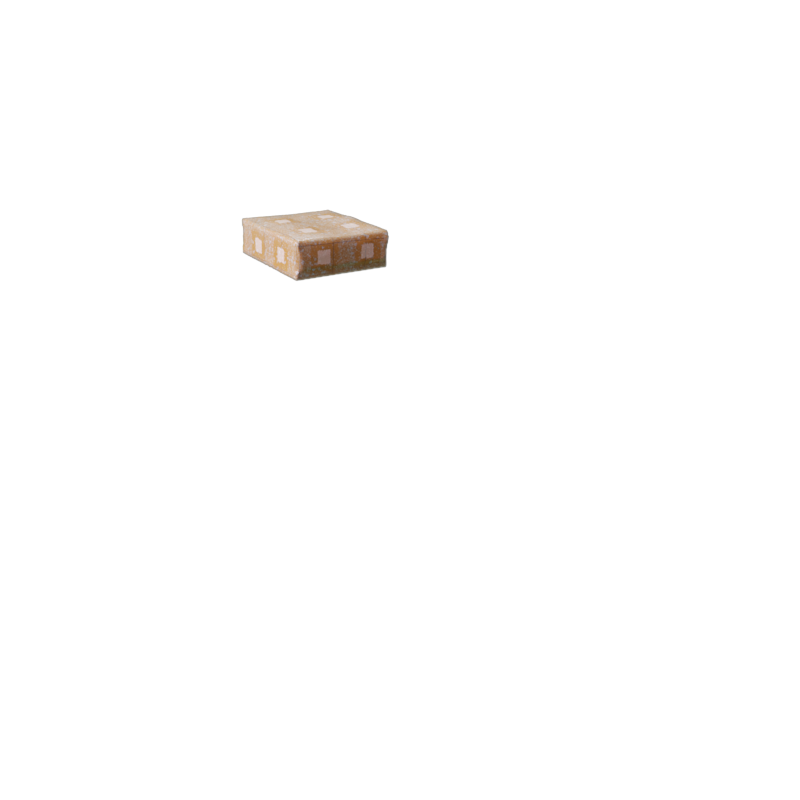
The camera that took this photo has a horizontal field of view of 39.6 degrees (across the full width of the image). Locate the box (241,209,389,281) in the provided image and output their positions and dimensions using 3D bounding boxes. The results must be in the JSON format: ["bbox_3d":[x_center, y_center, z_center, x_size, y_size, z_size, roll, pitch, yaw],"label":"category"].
[{"bbox_3d":[-0.062,-0.113,0.789,0.071,0.029,0.095,-11,22,-28],"label":"box"}]
